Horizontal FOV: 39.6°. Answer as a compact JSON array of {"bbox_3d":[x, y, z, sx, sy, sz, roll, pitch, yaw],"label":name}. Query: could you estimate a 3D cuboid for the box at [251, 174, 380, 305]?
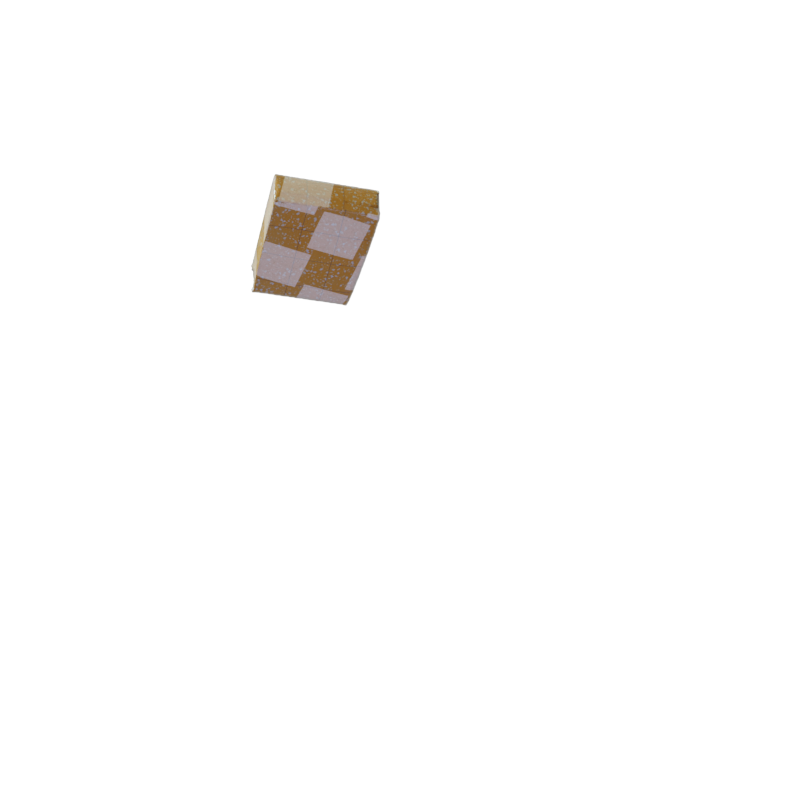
[{"bbox_3d":[-0.073,-0.134,0.940,0.088,0.042,0.107,10,-45,-11],"label":"box"}]
